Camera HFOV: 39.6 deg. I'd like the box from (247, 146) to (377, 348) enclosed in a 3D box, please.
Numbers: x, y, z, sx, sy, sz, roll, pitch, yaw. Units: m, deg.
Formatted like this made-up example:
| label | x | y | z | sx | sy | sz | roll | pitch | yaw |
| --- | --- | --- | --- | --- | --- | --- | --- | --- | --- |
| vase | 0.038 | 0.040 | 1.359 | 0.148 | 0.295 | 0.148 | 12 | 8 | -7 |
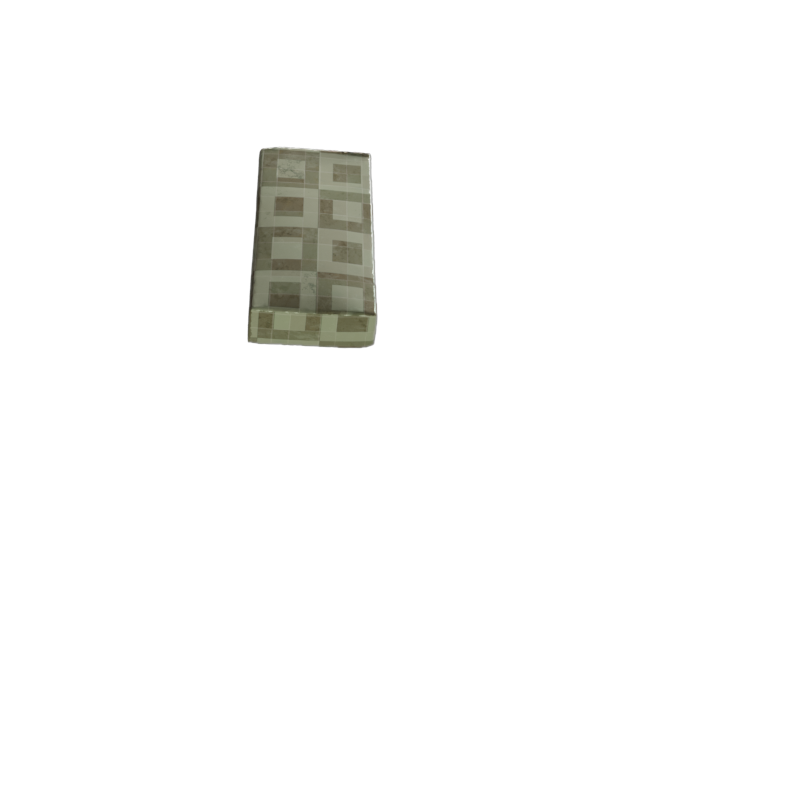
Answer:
| label | x | y | z | sx | sy | sz | roll | pitch | yaw |
| --- | --- | --- | --- | --- | --- | --- | --- | --- | --- |
| box | -0.067 | -0.121 | 0.848 | 0.093 | 0.189 | 0.045 | 1 | -39 | -5 |
